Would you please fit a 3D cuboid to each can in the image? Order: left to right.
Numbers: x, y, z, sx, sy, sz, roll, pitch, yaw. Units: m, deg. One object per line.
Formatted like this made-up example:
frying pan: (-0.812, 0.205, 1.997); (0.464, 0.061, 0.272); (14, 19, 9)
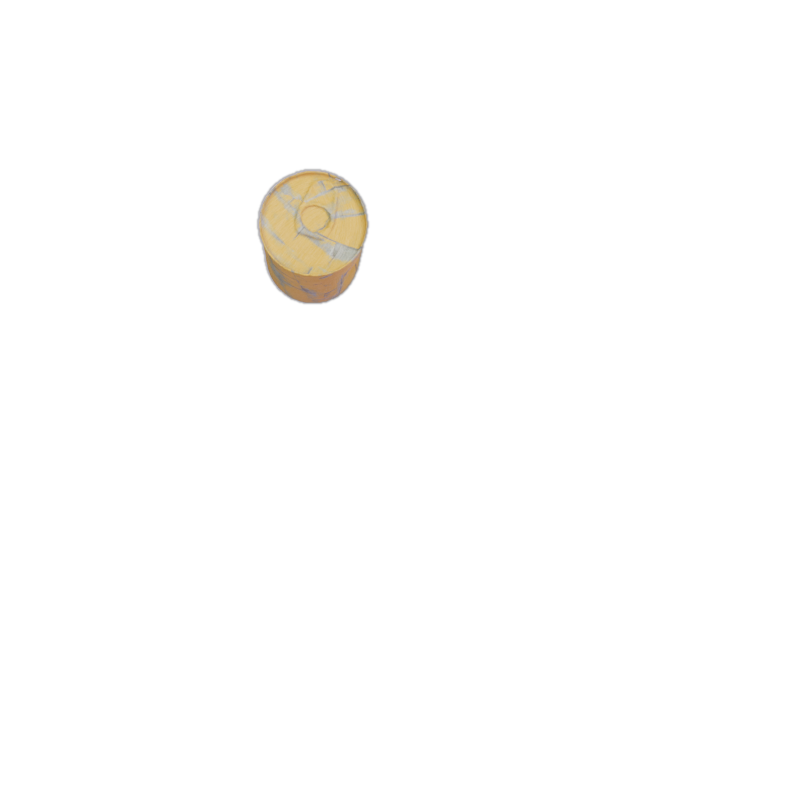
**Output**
can: (-0.057, -0.105, 0.733); (0.068, 0.070, 0.100); (0, -8, -3)
